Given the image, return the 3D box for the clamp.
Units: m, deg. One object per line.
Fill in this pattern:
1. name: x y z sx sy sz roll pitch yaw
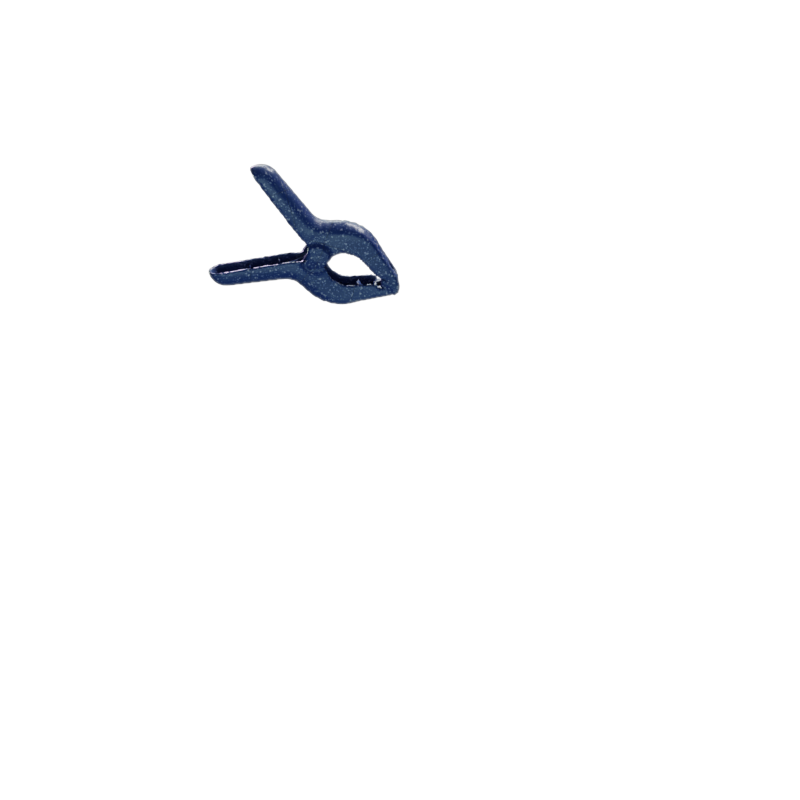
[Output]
1. clamp: -0.078 -0.142 0.995 0.169 0.114 0.042 12 31 -7
